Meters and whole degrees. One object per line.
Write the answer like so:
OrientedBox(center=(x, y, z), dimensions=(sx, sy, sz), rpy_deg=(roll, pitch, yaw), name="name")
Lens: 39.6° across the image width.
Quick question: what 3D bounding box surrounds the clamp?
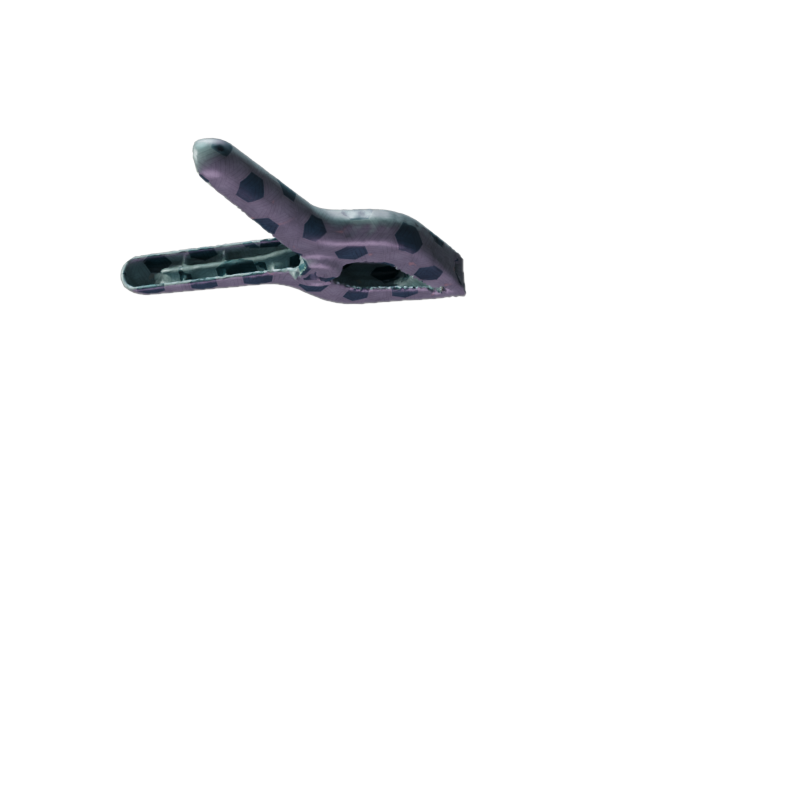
OrientedBox(center=(-0.052, -0.094, 0.660), dimensions=(0.205, 0.038, 0.160), rpy_deg=(6, -22, -16), name="clamp")
